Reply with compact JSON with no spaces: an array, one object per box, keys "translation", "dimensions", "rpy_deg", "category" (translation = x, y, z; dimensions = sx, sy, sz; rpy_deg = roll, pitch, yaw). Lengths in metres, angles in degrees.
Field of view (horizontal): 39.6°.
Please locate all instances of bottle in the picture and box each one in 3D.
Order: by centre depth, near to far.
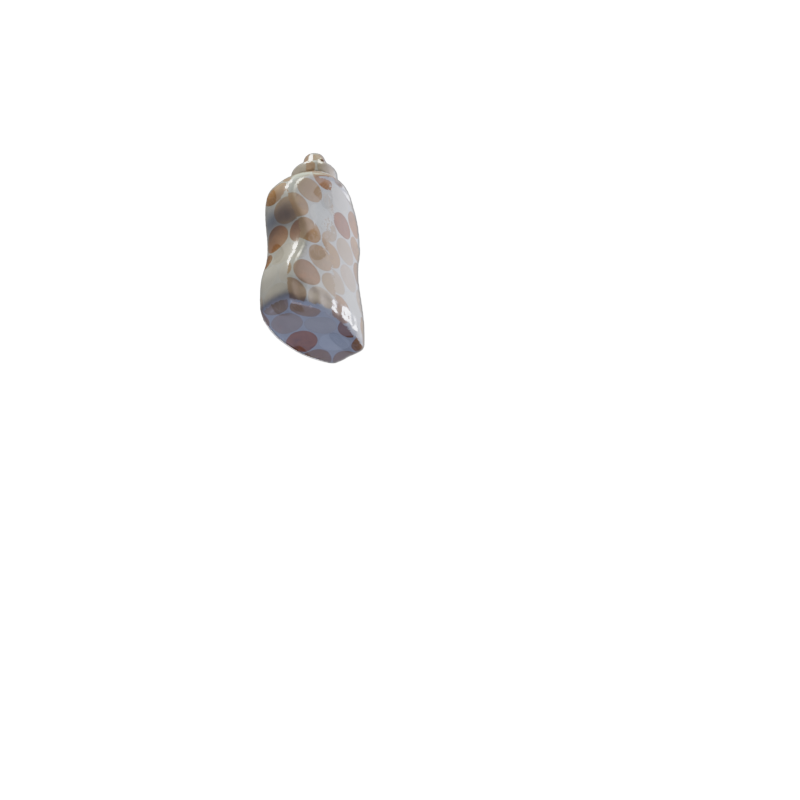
[{"translation":[-0.072,-0.131,0.919],"dimensions":[0.058,0.206,0.090],"rpy_deg":[-30,-45,30],"category":"bottle"}]
